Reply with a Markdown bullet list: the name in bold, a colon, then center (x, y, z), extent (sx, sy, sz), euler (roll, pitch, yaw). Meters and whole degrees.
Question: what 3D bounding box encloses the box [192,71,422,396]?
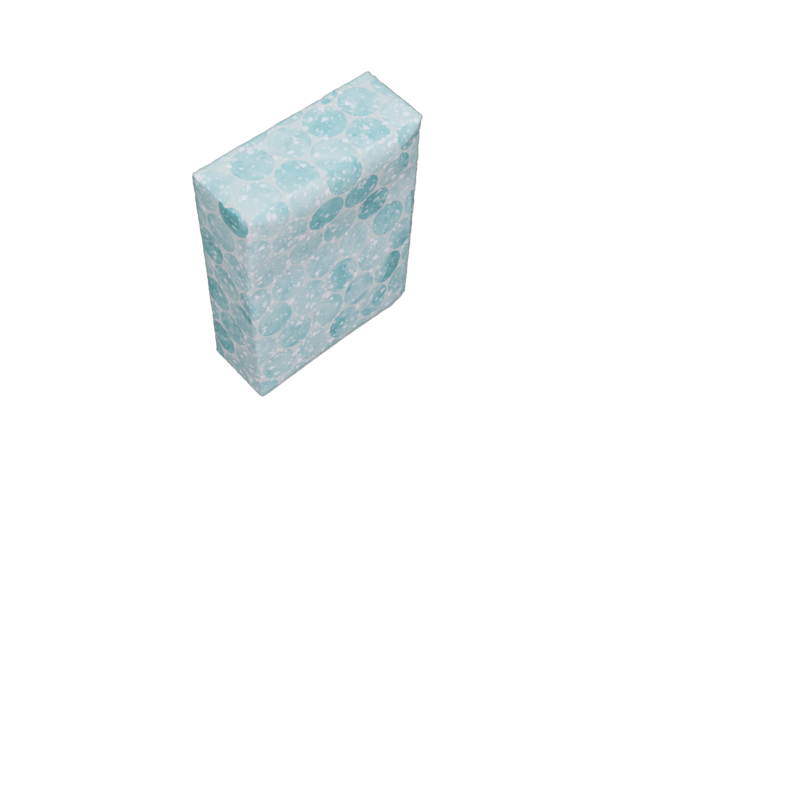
- **box**: center (-0.067, -0.121, 0.850), extent (0.165, 0.076, 0.200), euler (-37, -25, -25)
